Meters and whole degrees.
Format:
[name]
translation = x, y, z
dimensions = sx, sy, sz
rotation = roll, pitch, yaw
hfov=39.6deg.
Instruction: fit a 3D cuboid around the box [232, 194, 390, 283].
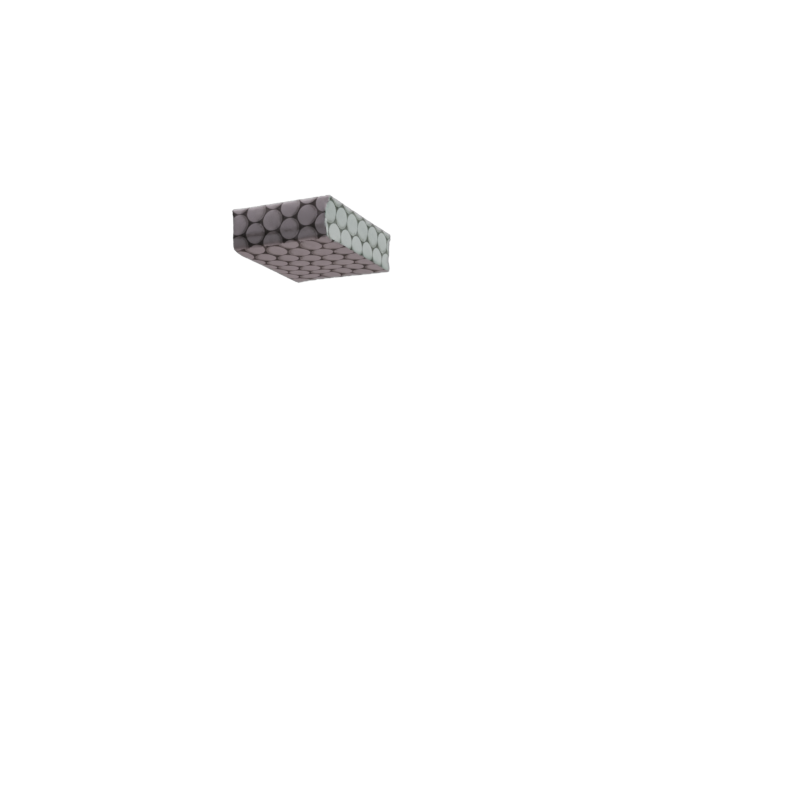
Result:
[box]
translation = -0.071, -0.129, 0.904
dimensions = 0.092, 0.040, 0.107
rotation = -5, -10, 26
